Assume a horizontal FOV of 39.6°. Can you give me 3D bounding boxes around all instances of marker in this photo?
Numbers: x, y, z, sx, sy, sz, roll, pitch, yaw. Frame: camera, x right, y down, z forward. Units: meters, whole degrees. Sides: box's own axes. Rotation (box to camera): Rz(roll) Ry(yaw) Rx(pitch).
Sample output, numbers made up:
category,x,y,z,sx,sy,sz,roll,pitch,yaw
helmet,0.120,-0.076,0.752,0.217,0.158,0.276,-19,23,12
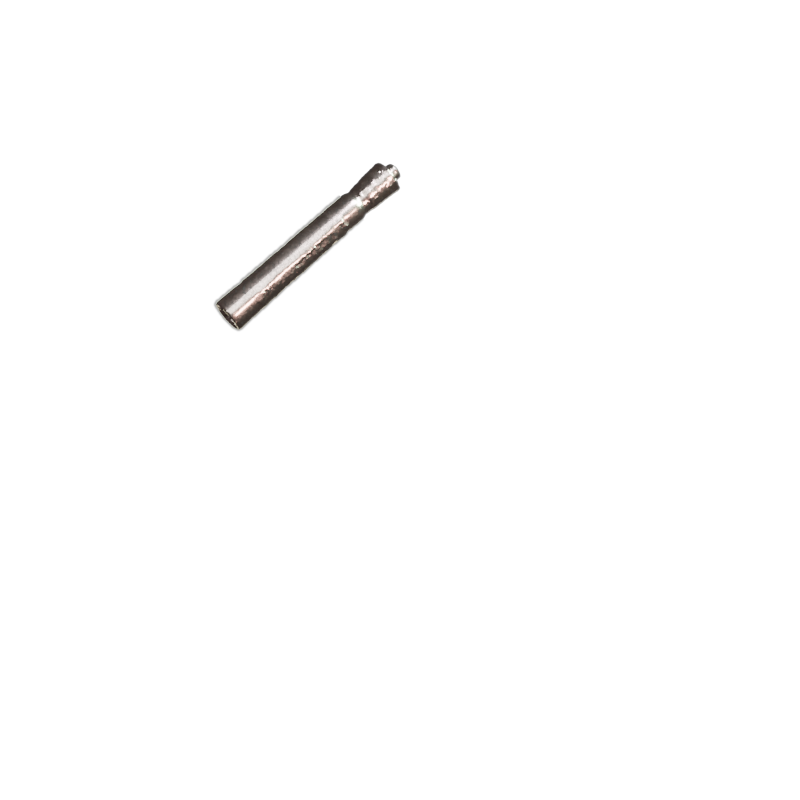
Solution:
category,x,y,z,sx,sy,sz,roll,pitch,yaw
marker,-0.045,-0.083,0.578,0.122,0.019,0.020,-43,18,-15
